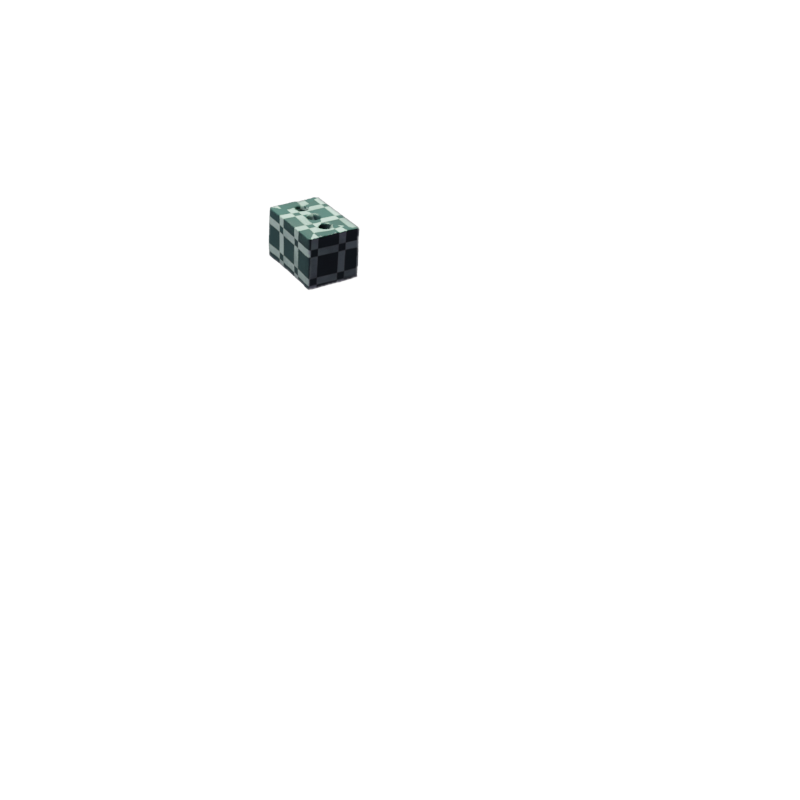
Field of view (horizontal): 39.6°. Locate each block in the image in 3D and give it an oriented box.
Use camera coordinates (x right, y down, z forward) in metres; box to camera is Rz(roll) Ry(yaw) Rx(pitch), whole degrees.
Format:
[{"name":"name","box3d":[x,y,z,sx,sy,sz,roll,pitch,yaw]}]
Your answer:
[{"name":"block","box3d":[-0.078,-0.142,0.997,0.052,0.048,0.084,-16,35,-27]}]
